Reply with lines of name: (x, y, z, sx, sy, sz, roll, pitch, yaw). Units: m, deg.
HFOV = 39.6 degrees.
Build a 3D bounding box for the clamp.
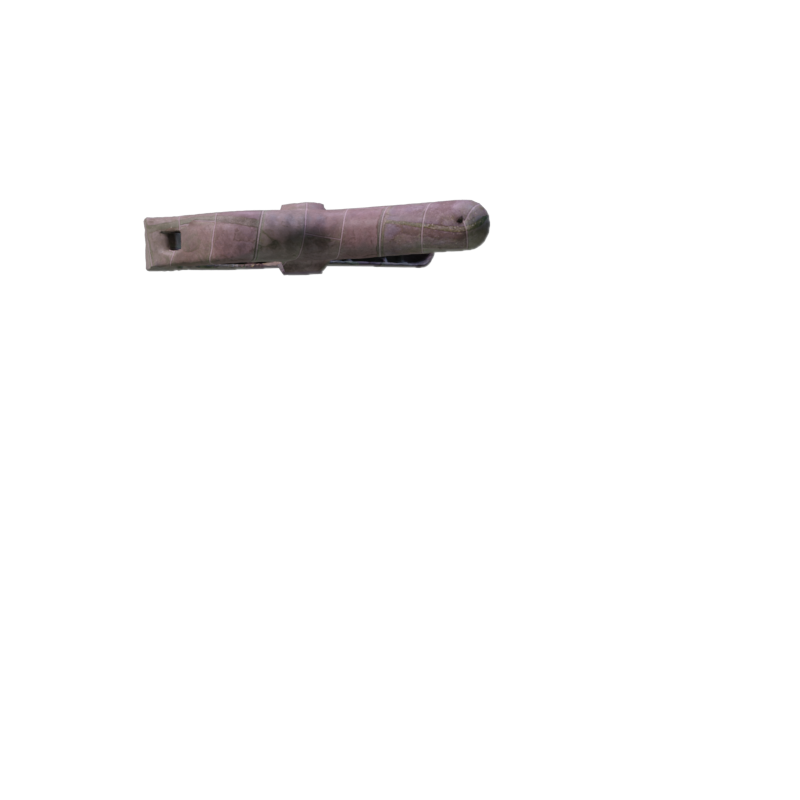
clamp: (-0.046, -0.084, 0.585, 0.171, 0.040, 0.118, 0, -5, -1)
